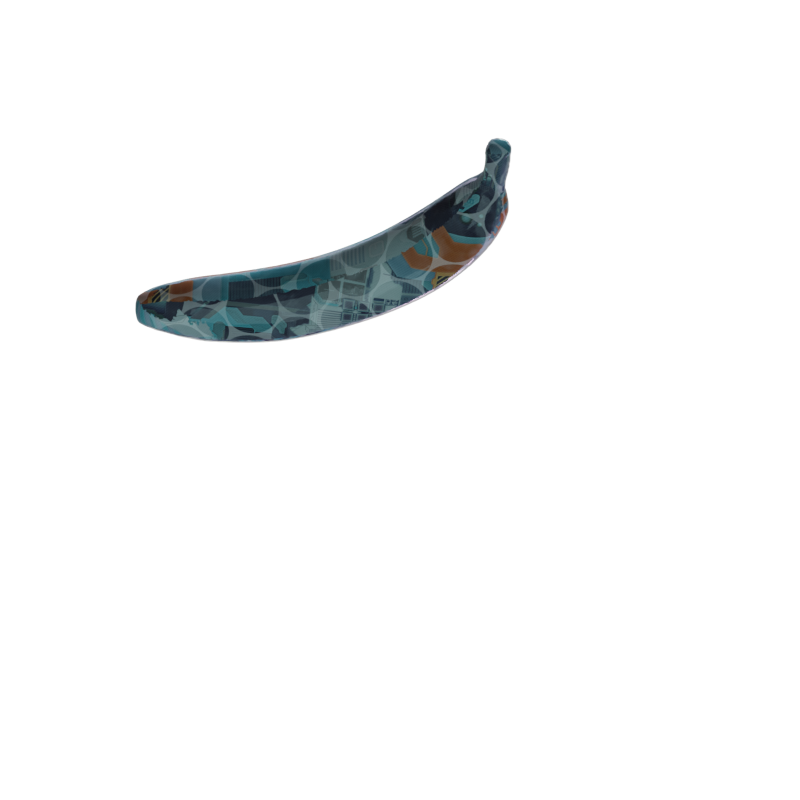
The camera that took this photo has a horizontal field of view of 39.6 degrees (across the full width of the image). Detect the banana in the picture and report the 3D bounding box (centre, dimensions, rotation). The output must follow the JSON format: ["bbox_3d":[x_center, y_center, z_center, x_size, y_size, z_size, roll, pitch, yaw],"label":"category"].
[{"bbox_3d":[-0.028,-0.064,0.524,0.198,0.039,0.064,-22,-51,18],"label":"banana"}]
